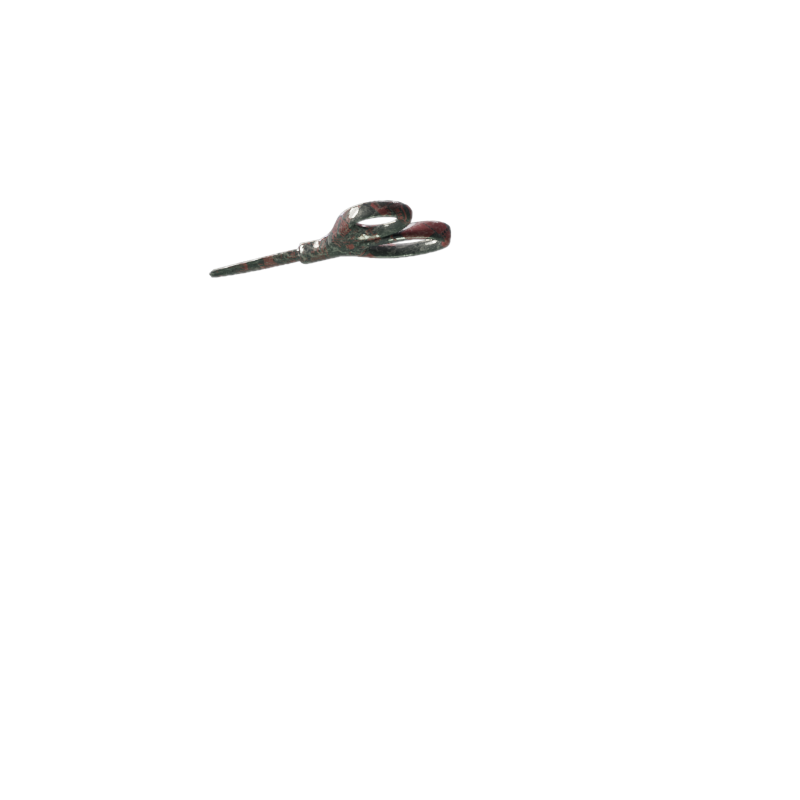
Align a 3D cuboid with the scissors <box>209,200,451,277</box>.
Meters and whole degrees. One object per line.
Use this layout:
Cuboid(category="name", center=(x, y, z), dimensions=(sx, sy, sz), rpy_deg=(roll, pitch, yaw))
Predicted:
Cuboid(category="scissors", center=(-0.065, -0.118, 0.826), dimensions=(0.205, 0.016, 0.091), rpy_deg=(-4, -16, 15))
